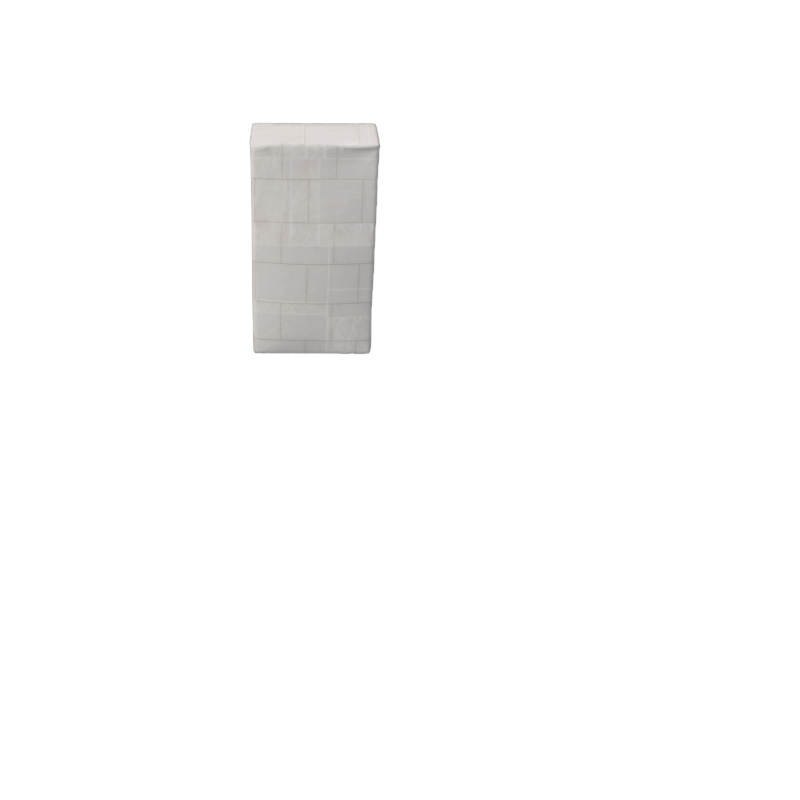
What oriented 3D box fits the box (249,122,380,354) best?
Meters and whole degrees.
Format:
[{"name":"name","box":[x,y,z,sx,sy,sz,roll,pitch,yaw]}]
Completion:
[{"name":"box","box":[-0.065,-0.117,0.823,0.093,0.165,0.051,0,33,-3]}]
